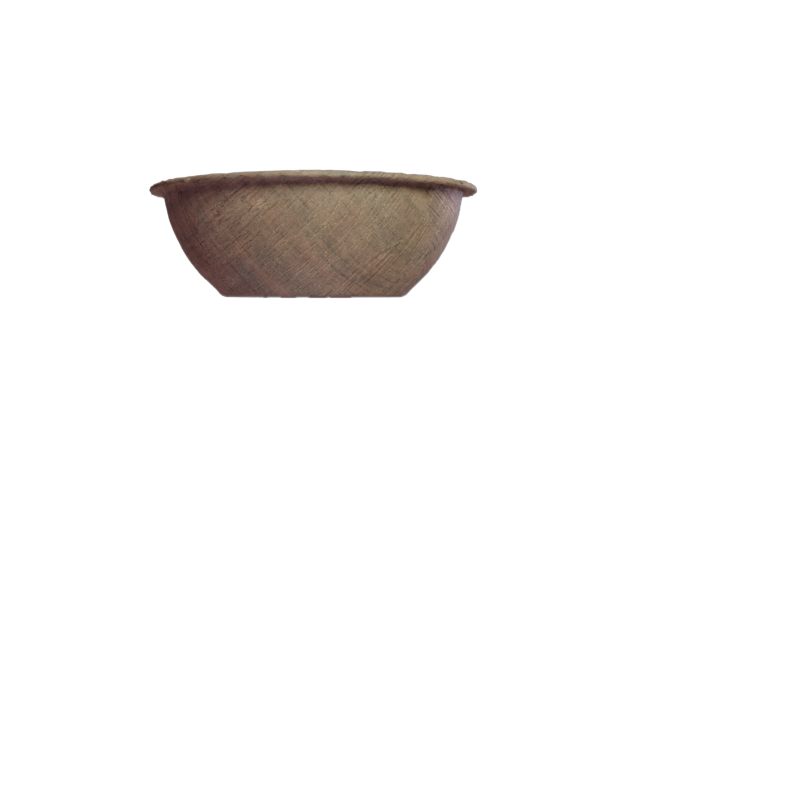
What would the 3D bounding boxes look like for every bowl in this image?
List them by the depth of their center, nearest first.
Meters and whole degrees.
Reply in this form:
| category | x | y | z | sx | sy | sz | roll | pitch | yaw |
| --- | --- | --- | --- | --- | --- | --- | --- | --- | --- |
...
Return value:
| category | x | y | z | sx | sy | sz | roll | pitch | yaw |
| --- | --- | --- | --- | --- | --- | --- | --- | --- | --- |
| bowl | -0.043 | -0.079 | 0.550 | 0.162 | 0.055 | 0.163 | 0 | 5 | -2 |
